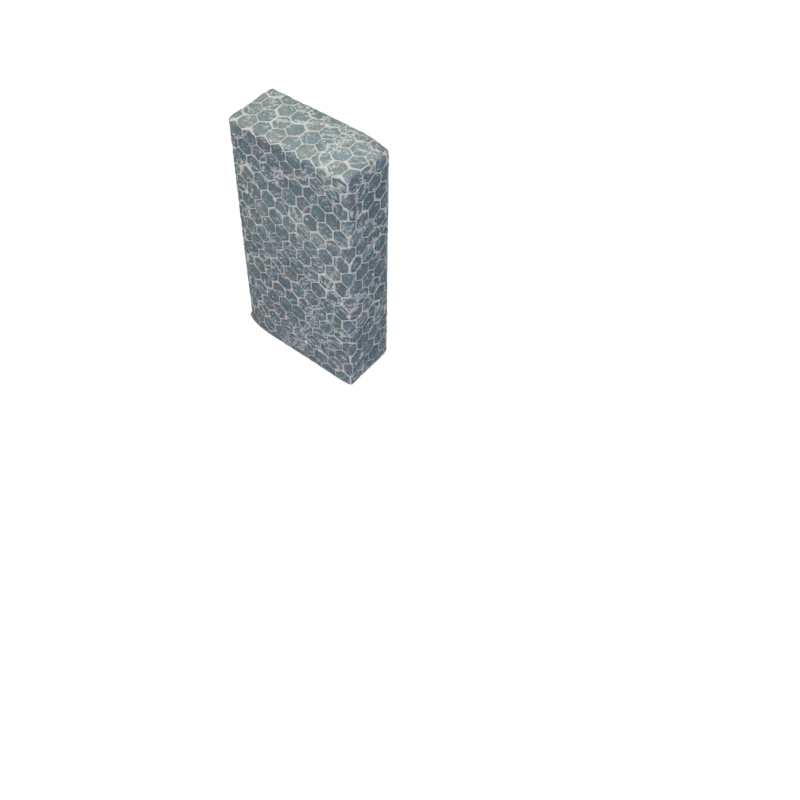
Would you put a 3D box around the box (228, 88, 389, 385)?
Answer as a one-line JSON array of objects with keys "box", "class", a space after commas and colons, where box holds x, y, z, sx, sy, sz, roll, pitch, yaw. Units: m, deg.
[{"box": [-0.053, -0.098, 0.687, 0.099, 0.164, 0.049, 33, 53, 25], "class": "box"}]
